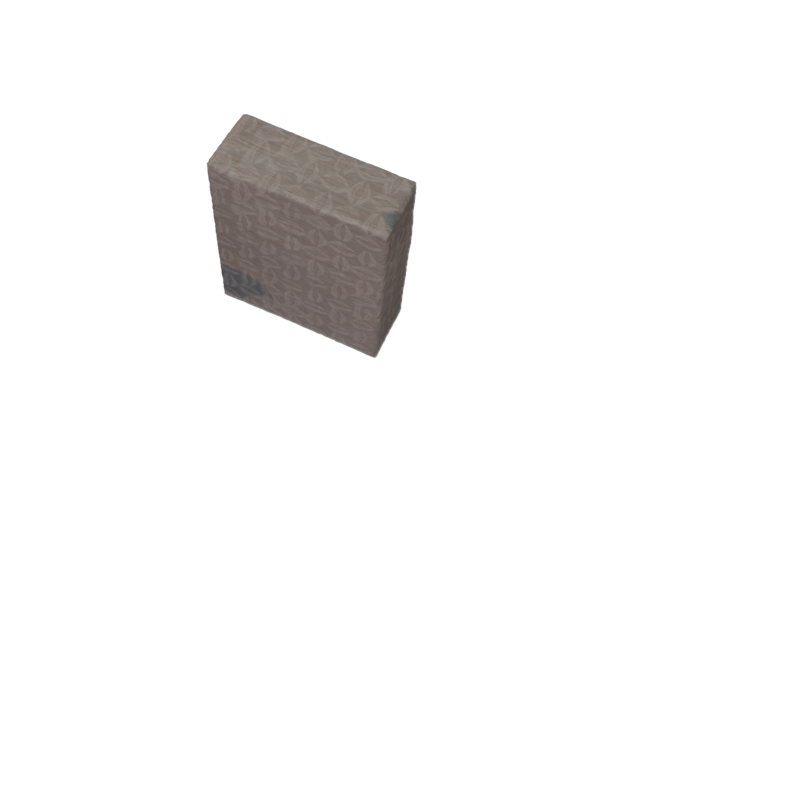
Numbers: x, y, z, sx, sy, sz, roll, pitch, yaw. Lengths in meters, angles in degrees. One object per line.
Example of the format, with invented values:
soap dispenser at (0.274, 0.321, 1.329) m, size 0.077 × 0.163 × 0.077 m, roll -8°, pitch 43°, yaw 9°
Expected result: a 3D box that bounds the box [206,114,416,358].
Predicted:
box at (-0.077, -0.140, 0.982) m, size 0.169 × 0.074 × 0.201 m, roll 25°, pitch -26°, yaw 10°
